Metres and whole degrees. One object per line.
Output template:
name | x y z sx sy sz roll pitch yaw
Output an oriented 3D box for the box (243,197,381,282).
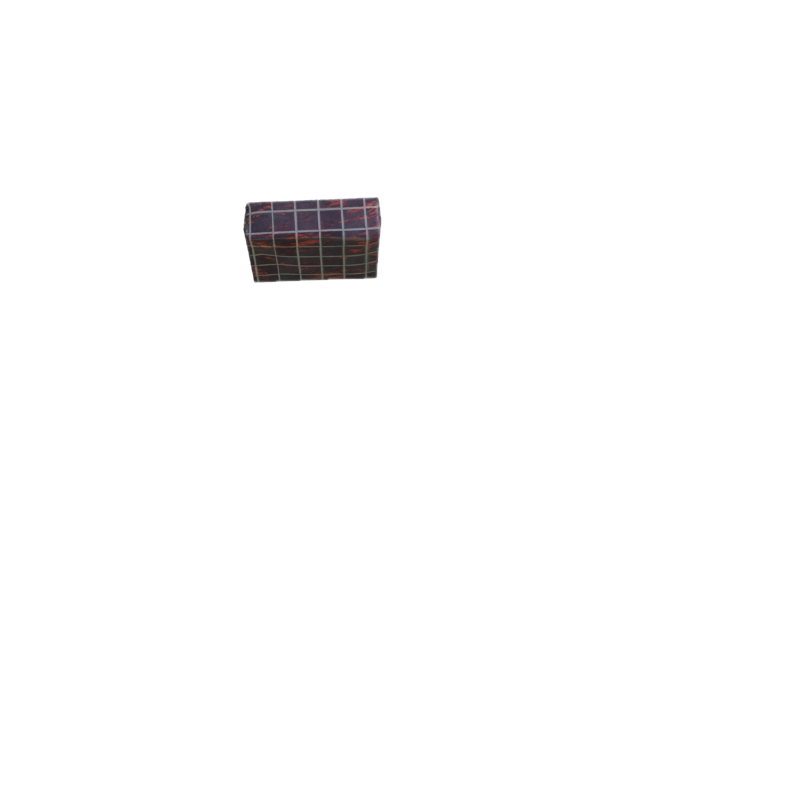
box | -0.074 -0.135 0.946 0.113 0.041 0.085 0 -20 -1
